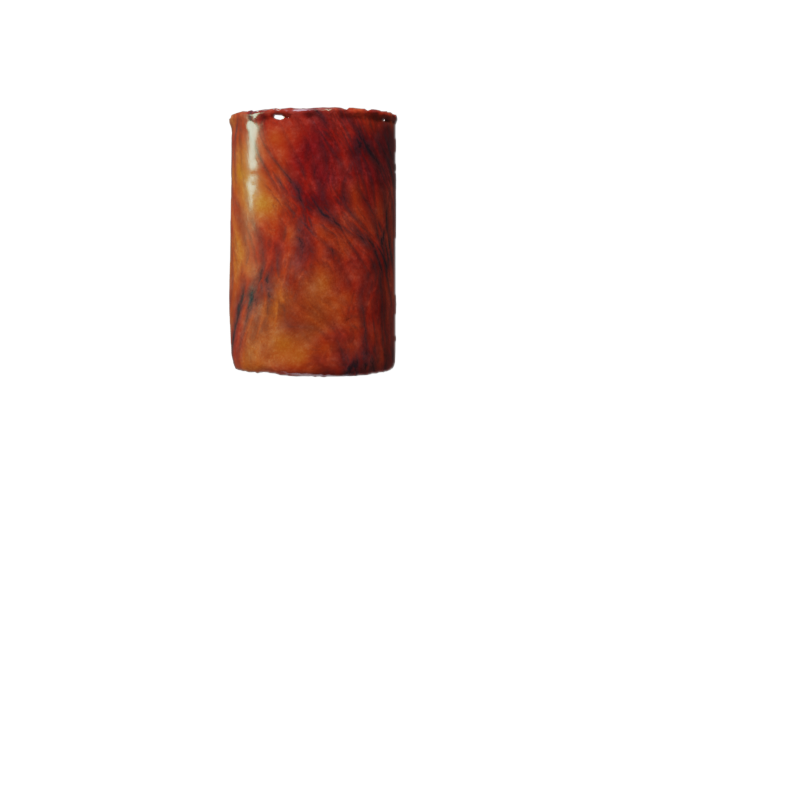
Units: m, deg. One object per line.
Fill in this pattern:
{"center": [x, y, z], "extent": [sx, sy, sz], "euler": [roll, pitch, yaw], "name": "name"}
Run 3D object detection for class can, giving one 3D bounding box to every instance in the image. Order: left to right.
{"center": [-0.035, -0.064, 0.449], "extent": [0.068, 0.102, 0.069], "euler": [0, 3, -2], "name": "can"}
